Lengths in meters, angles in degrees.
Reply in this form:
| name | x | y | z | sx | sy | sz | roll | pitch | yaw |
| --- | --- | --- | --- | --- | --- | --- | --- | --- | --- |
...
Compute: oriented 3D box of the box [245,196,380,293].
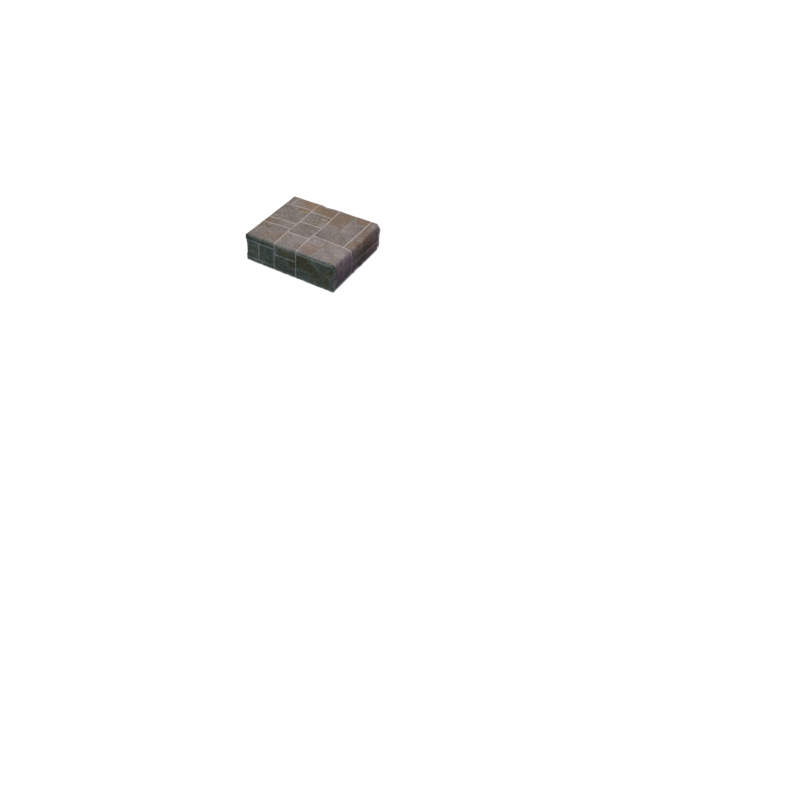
| name | x | y | z | sx | sy | sz | roll | pitch | yaw |
| --- | --- | --- | --- | --- | --- | --- | --- | --- | --- |
| box | -0.073 | -0.133 | 0.929 | 0.094 | 0.028 | 0.075 | 21 | 43 | 24 |
